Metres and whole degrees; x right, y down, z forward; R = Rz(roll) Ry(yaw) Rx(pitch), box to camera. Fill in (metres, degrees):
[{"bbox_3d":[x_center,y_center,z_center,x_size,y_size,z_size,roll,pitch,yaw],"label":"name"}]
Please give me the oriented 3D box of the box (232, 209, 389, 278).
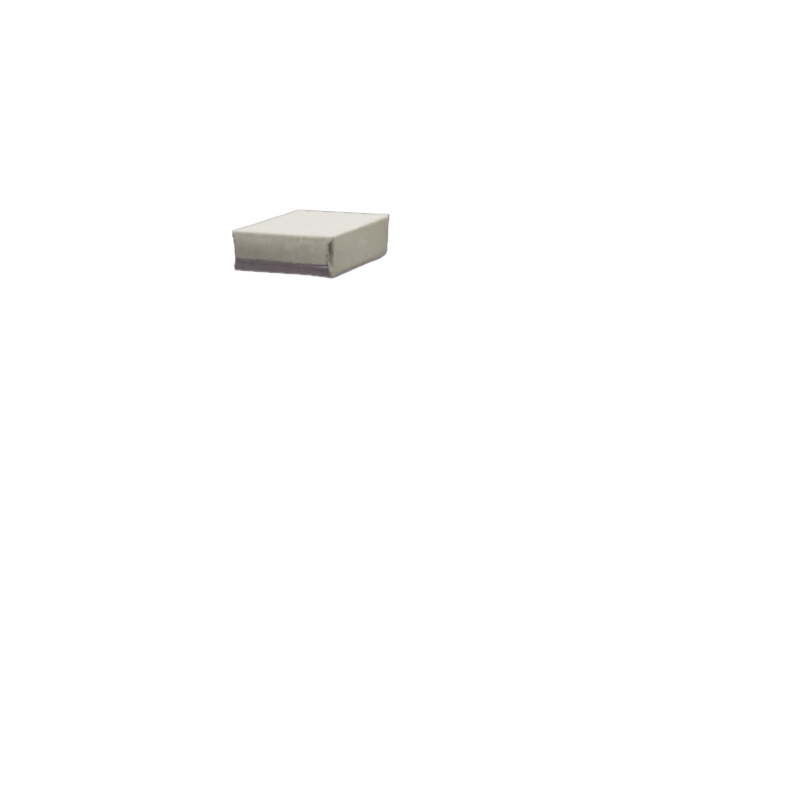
[{"bbox_3d":[-0.071,-0.130,0.908,0.093,0.038,0.113,7,18,24],"label":"box"}]
